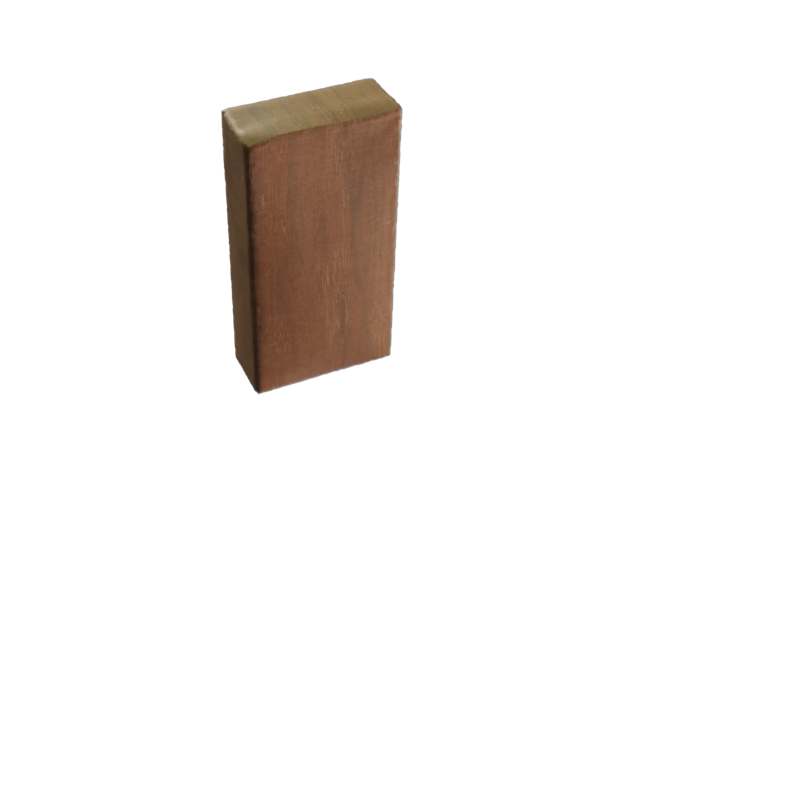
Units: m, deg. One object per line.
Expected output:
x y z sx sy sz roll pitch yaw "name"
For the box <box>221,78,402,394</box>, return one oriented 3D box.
-0.050 -0.091 0.637 0.092 0.164 0.052 -16 45 -20 "box"
